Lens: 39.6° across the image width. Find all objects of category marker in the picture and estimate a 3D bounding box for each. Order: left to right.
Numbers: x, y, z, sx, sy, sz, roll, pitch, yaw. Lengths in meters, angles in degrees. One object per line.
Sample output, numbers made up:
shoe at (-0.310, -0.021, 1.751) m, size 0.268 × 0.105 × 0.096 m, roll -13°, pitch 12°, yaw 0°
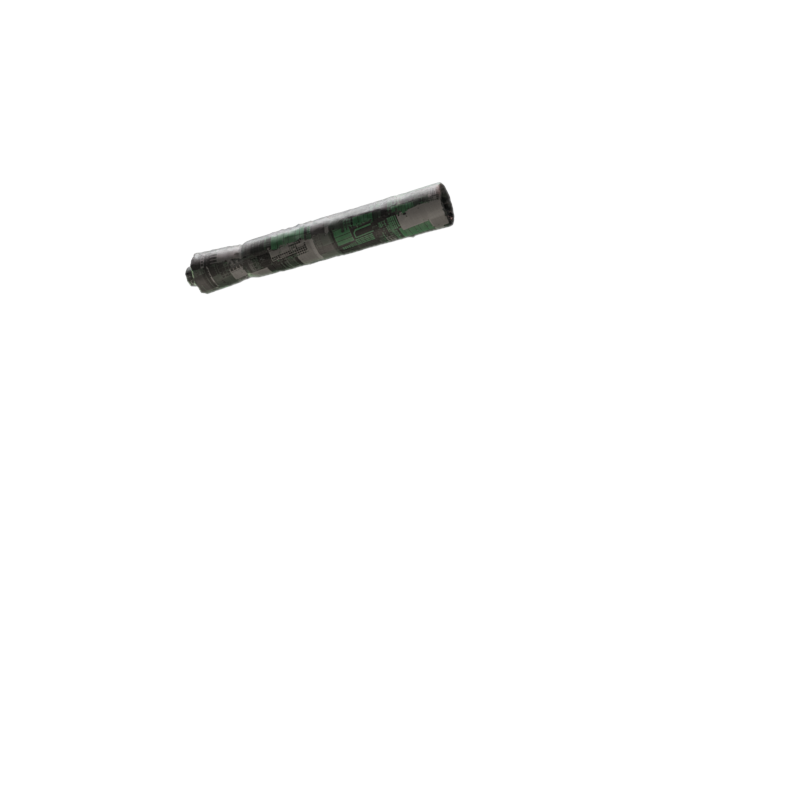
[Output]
marker at (-0.037, -0.068, 0.473) m, size 0.122 × 0.020 × 0.019 m, roll -13°, pitch 0°, yaw 19°
